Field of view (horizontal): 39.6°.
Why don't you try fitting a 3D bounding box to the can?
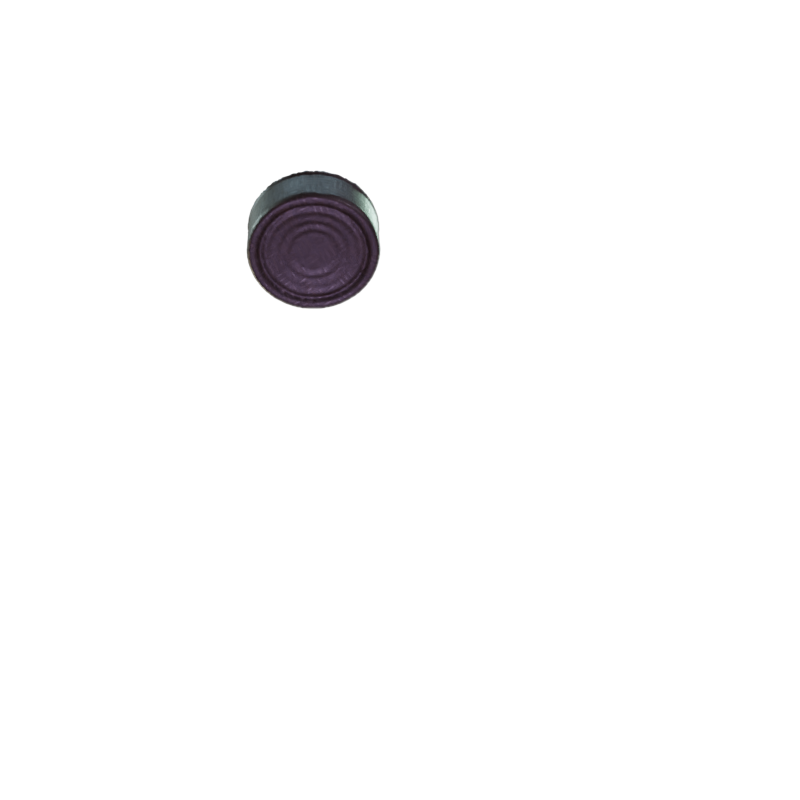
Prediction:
[{"bbox_3d":[-0.056,-0.101,0.709,0.086,0.081,0.036,1,33,-1],"label":"can"}]
